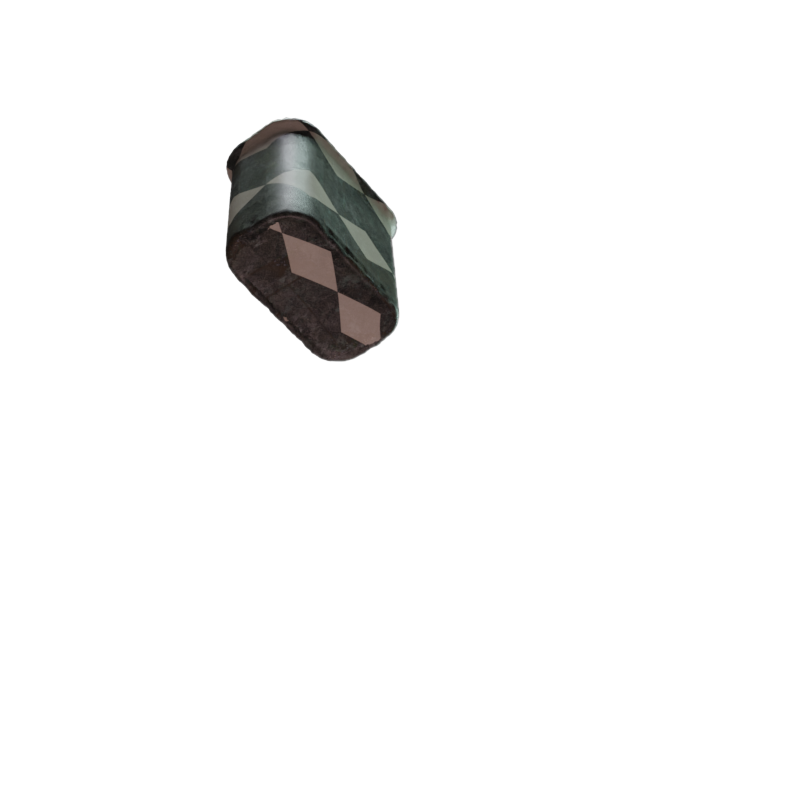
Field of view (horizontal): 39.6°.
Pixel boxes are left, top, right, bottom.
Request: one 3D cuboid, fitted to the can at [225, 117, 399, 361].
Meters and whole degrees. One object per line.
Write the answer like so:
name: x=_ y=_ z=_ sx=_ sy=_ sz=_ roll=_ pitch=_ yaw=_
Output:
can: x=-0.045 y=-0.082 z=0.571 sx=0.057 sy=0.090 sz=0.095 roll=-31 pitch=-55 yaw=22
